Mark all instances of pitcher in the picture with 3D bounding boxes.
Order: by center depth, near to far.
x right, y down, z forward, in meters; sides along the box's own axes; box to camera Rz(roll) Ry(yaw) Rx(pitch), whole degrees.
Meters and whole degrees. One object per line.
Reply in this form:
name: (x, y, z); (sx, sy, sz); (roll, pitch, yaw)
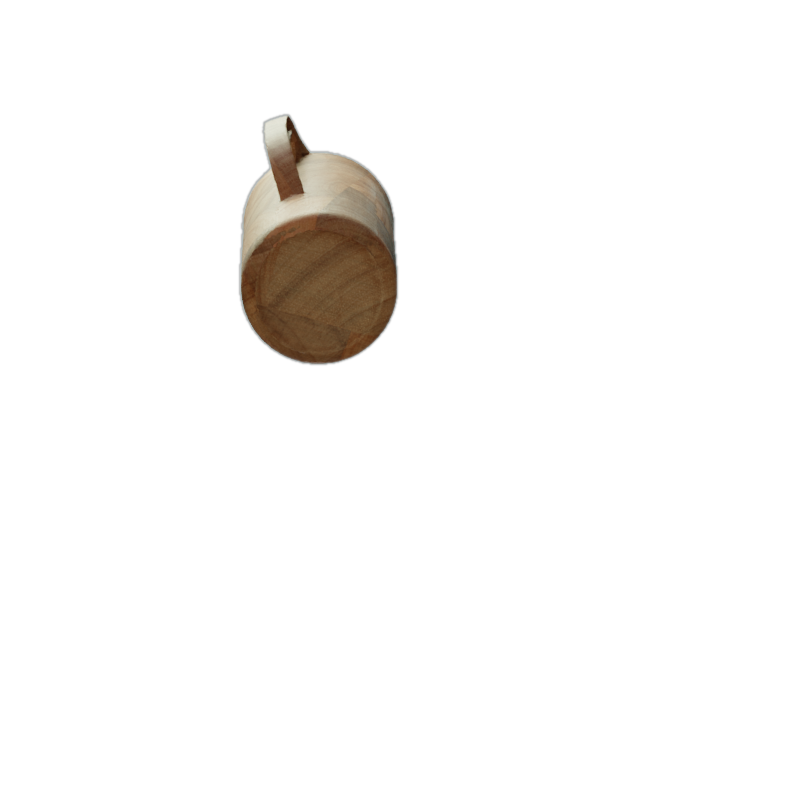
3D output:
pitcher: (-0.068, -0.123, 0.862); (0.147, 0.142, 0.252); (26, 14, -10)
